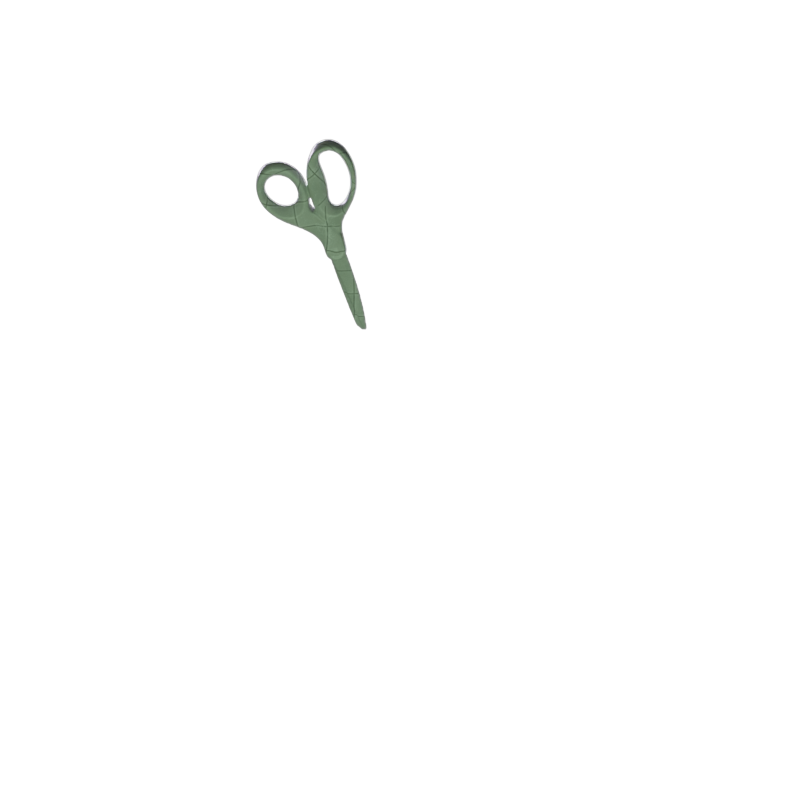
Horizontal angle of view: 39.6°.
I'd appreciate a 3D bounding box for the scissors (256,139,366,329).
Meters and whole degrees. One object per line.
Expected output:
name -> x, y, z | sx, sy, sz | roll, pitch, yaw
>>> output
scissors -> -0.078, -0.141, 0.990 | 0.096, 0.189, 0.017 | 1, 36, -1
